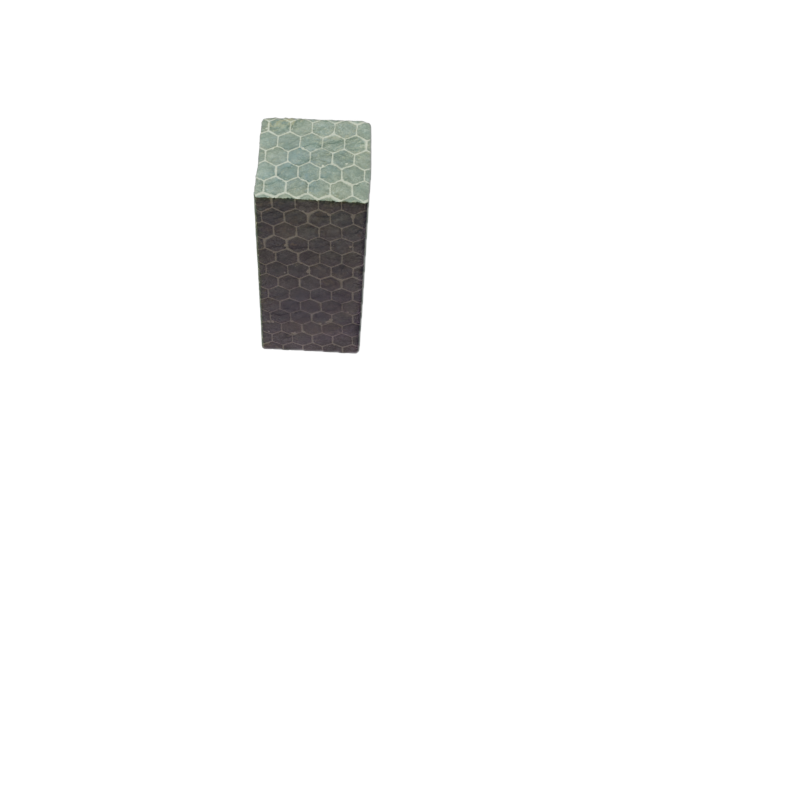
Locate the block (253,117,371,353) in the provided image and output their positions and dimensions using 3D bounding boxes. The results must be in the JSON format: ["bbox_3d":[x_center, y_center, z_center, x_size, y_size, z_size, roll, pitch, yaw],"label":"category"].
[{"bbox_3d":[-0.074,-0.136,0.948,0.091,0.096,0.193,3,-35,-2],"label":"block"}]
